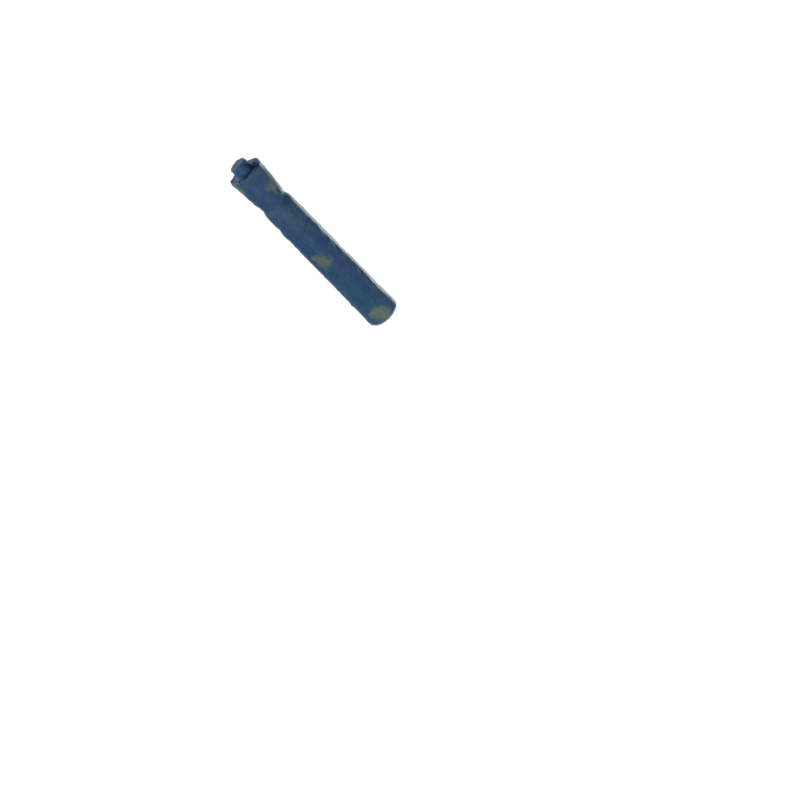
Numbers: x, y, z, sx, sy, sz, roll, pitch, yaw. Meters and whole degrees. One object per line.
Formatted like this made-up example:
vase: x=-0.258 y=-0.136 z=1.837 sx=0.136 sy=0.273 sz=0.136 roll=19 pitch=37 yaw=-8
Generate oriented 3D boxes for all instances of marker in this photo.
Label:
marker: x=-0.045 y=-0.083 z=0.579 sx=0.114 sy=0.020 sz=0.020 roll=44 pitch=-22 yaw=-27
